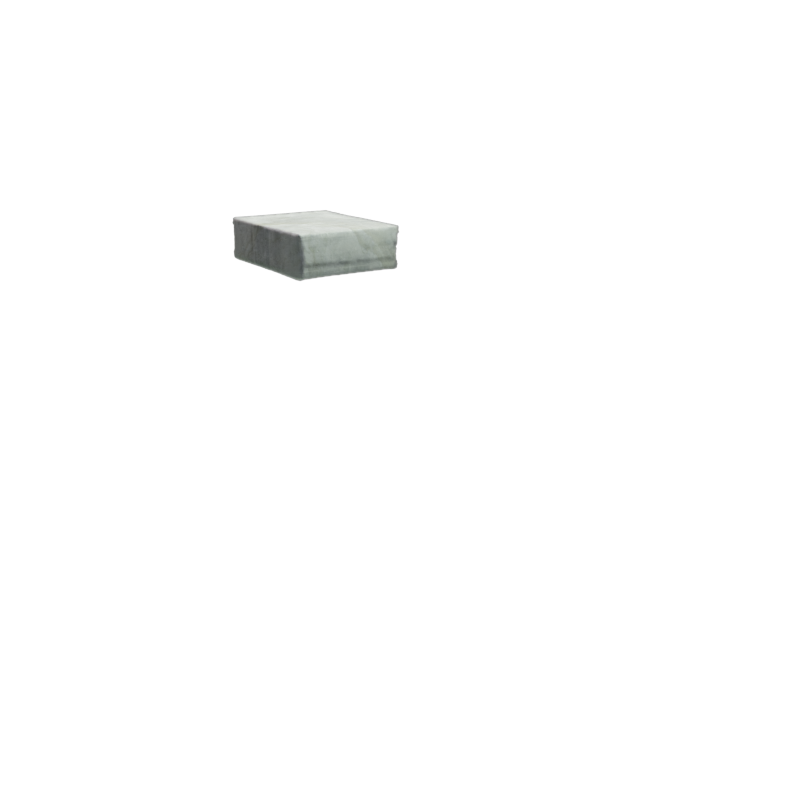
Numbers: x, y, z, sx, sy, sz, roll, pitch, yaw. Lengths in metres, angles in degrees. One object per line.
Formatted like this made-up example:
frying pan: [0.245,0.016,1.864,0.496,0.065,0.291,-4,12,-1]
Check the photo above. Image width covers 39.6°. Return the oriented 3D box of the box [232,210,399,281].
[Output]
box: [-0.069,-0.125,0.876,0.088,0.038,0.120,-11,21,-31]
